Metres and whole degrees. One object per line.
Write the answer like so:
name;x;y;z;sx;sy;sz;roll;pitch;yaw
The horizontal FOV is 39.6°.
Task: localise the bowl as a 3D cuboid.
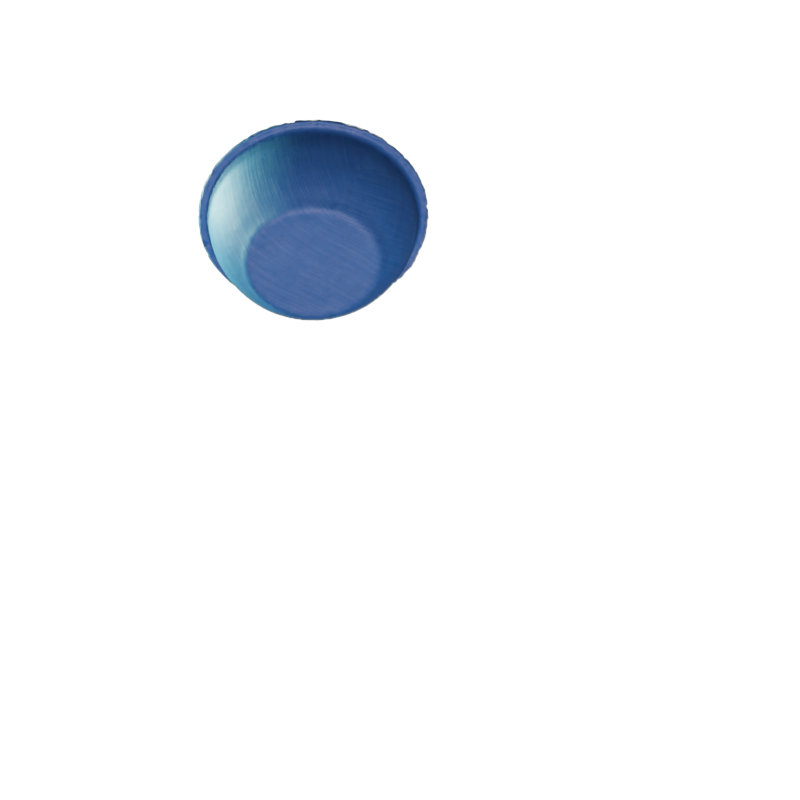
bowl;-0.059;-0.108;0.757;0.162;0.151;0.059;1;39;-1
